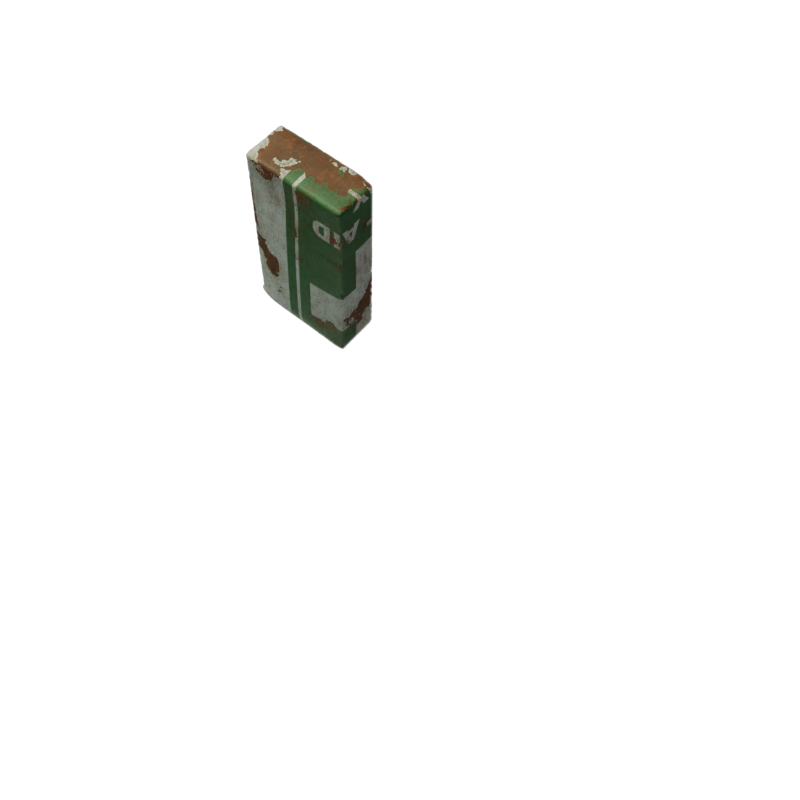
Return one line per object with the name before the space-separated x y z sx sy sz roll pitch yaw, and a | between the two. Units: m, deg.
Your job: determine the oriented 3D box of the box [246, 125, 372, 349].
box | -0.067 -0.123 0.861 0.098 0.049 0.165 37 -28 20
